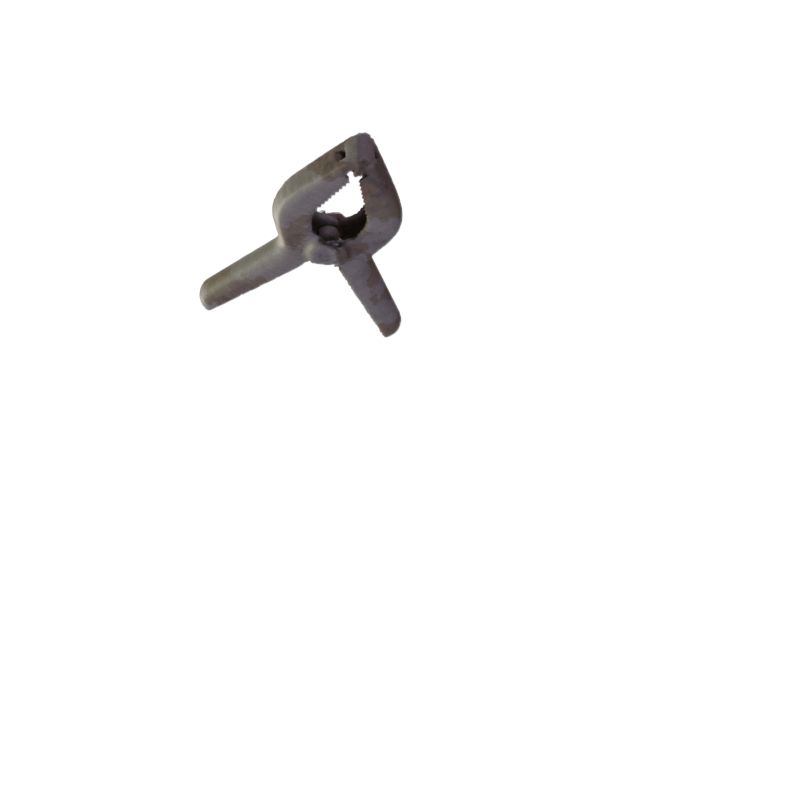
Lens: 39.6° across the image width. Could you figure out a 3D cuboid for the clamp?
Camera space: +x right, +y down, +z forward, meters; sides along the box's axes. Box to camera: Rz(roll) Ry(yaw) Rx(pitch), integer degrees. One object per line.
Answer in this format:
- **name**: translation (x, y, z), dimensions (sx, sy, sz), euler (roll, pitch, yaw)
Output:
- **clamp**: translation (-0.065, -0.118, 0.830), dimensions (0.163, 0.039, 0.198), euler (5, -35, -7)
